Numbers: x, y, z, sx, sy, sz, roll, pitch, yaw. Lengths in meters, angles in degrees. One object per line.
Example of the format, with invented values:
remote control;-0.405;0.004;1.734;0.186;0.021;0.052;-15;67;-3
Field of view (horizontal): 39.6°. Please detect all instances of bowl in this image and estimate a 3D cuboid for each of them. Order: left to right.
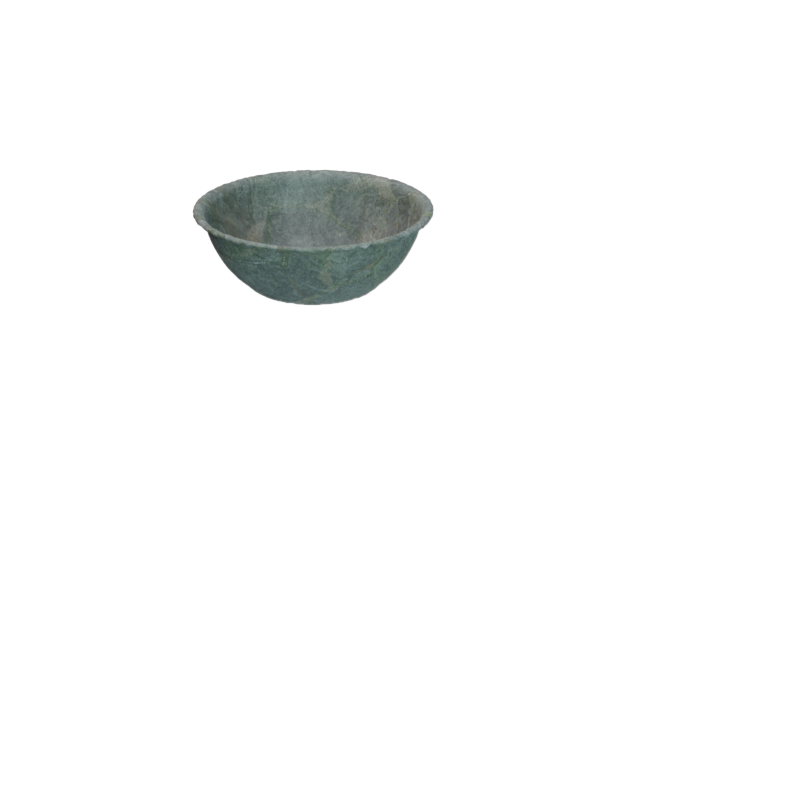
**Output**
bowl;-0.059;-0.108;0.753;0.162;0.052;0.171;-1;27;-2
